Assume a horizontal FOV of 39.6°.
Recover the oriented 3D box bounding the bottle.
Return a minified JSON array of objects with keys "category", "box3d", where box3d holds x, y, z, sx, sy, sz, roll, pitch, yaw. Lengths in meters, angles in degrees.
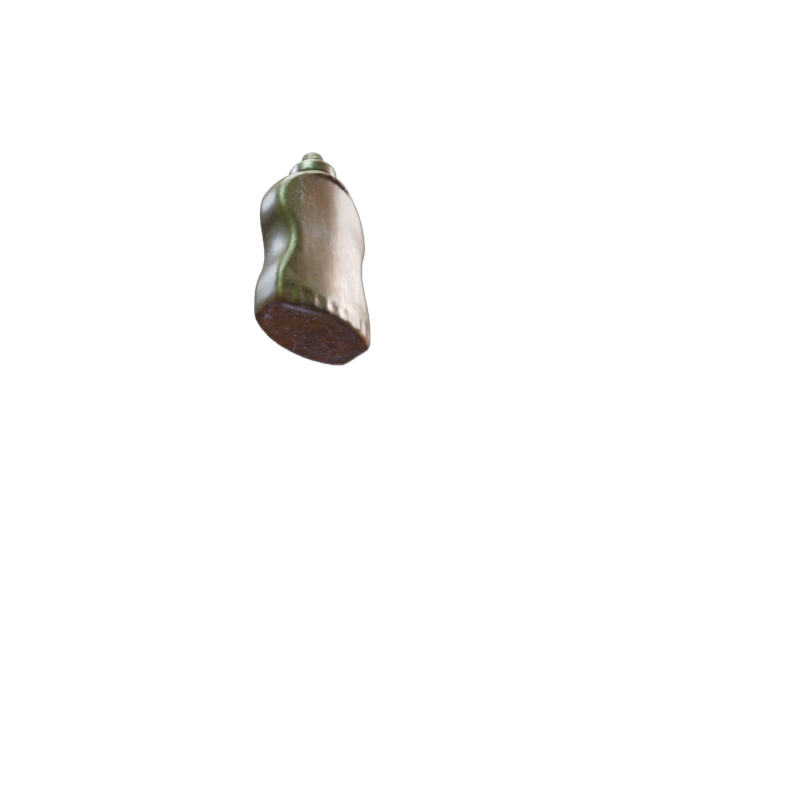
[{"category":"bottle","box3d":[-0.070,-0.127,0.891,0.090,0.206,0.058,26,-47,-32]}]
